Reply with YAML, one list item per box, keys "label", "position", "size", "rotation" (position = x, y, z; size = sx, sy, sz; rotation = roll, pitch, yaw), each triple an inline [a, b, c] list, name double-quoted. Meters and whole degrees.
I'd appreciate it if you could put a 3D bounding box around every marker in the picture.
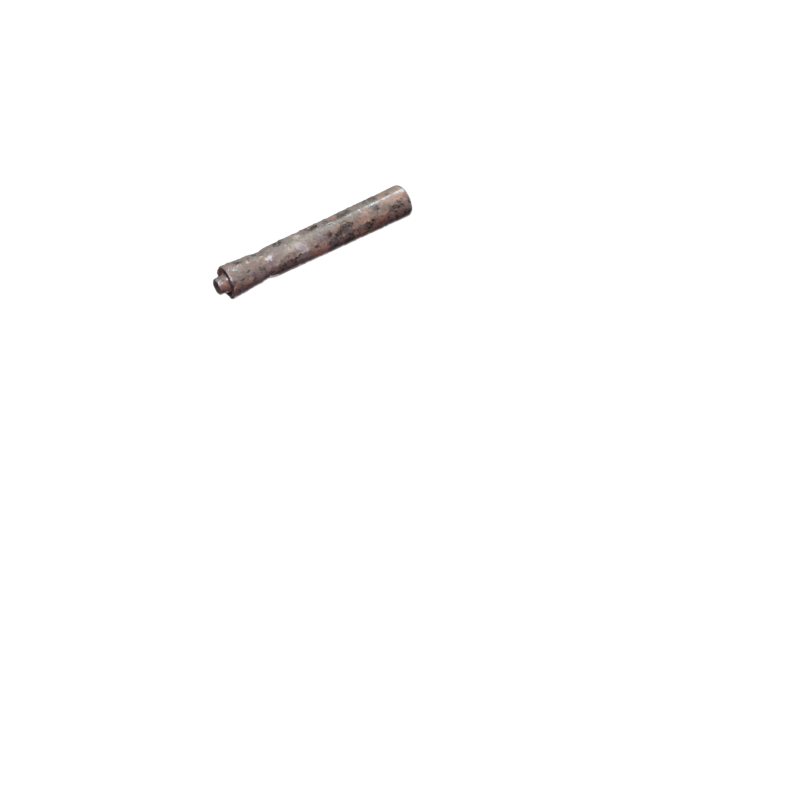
- label: "marker"
  position: [-0.047, -0.086, 0.600]
  size: [0.121, 0.019, 0.020]
  rotation: [-29, 16, -23]
